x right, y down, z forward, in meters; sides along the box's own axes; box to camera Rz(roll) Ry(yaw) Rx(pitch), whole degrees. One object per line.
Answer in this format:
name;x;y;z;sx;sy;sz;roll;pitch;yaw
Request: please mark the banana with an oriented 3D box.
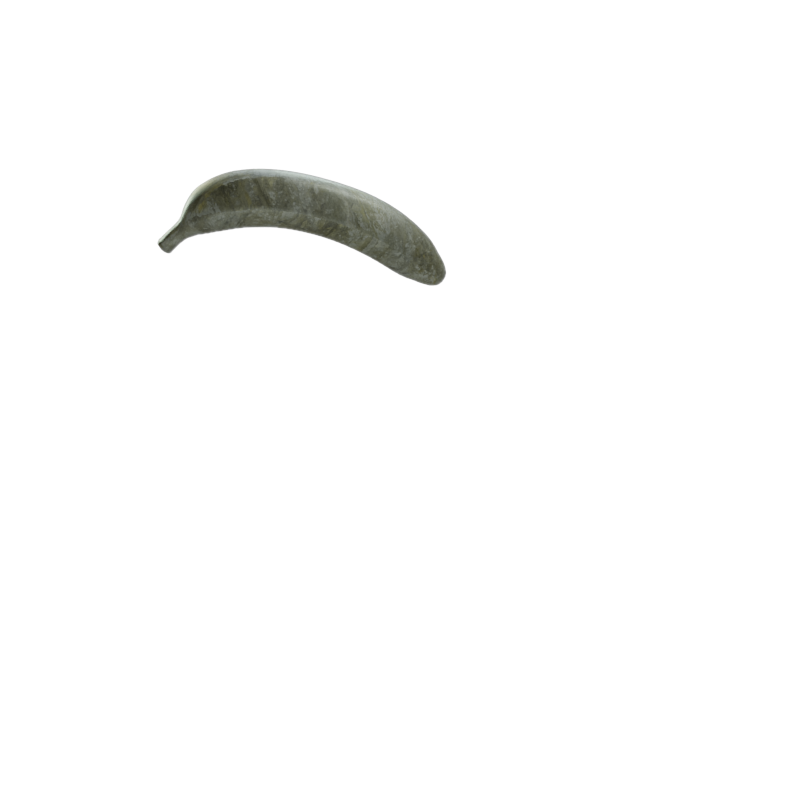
banana;-0.057;-0.118;0.734;0.194;0.039;0.066;8;-39;-10
